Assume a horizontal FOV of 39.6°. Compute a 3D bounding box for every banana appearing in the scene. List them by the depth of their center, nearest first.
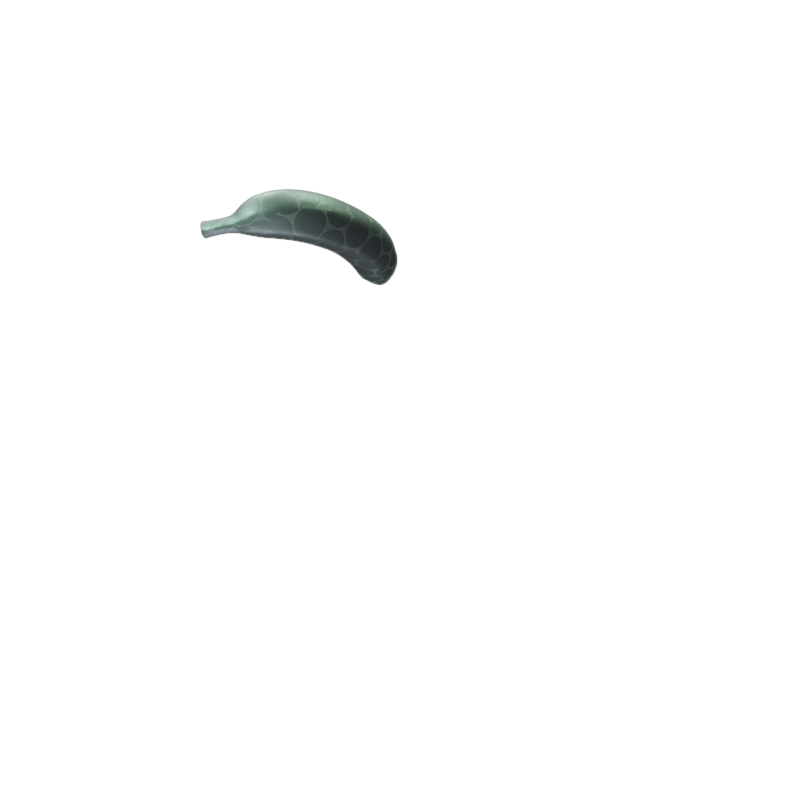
[{"bbox_3d":[-0.053,-0.121,0.814,0.071,0.038,0.187,-11,-15,40],"label":"banana"}]
